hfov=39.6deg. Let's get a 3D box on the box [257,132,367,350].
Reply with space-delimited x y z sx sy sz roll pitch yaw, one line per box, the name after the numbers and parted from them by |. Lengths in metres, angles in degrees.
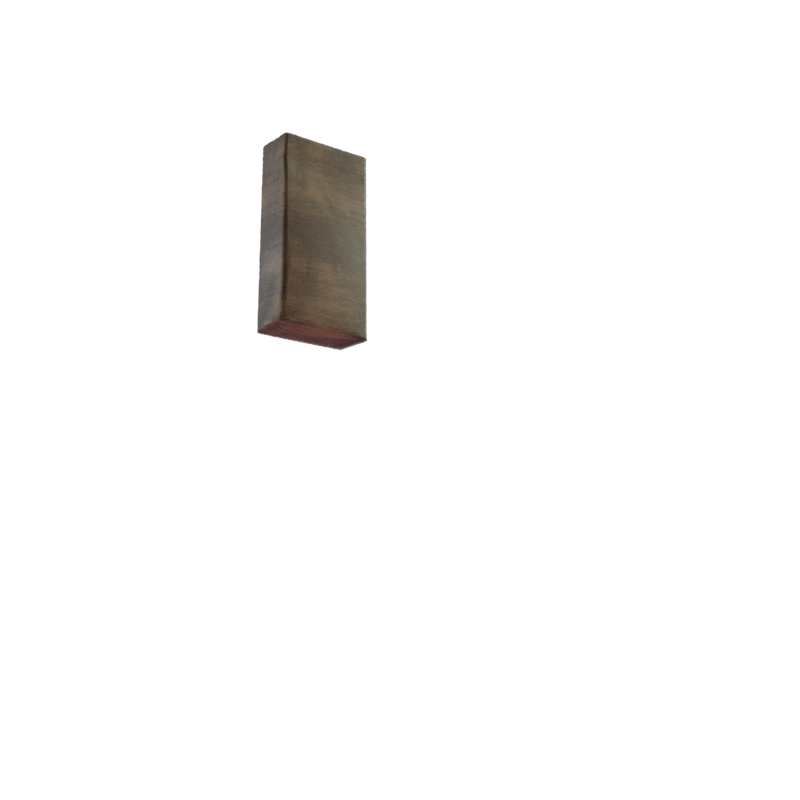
-0.077 -0.140 0.980 0.089 0.185 0.048 13 -26 -34 | box
